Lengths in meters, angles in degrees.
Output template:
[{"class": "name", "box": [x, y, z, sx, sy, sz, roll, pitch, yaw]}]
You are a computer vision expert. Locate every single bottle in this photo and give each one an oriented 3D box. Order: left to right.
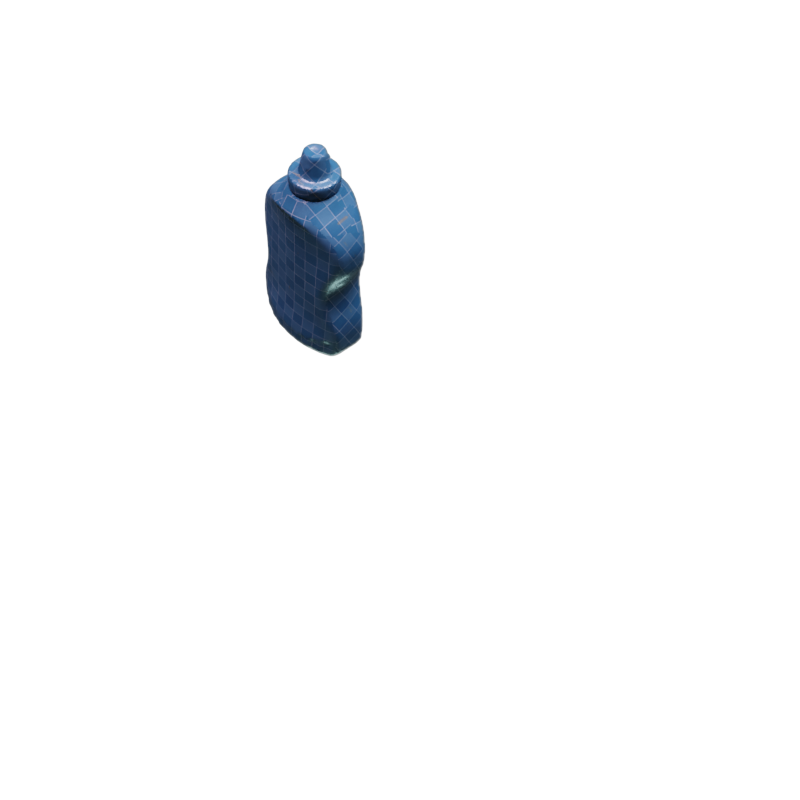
[{"class": "bottle", "box": [-0.069, -0.126, 0.884, 0.058, 0.179, 0.103, -29, 58, -25]}]
